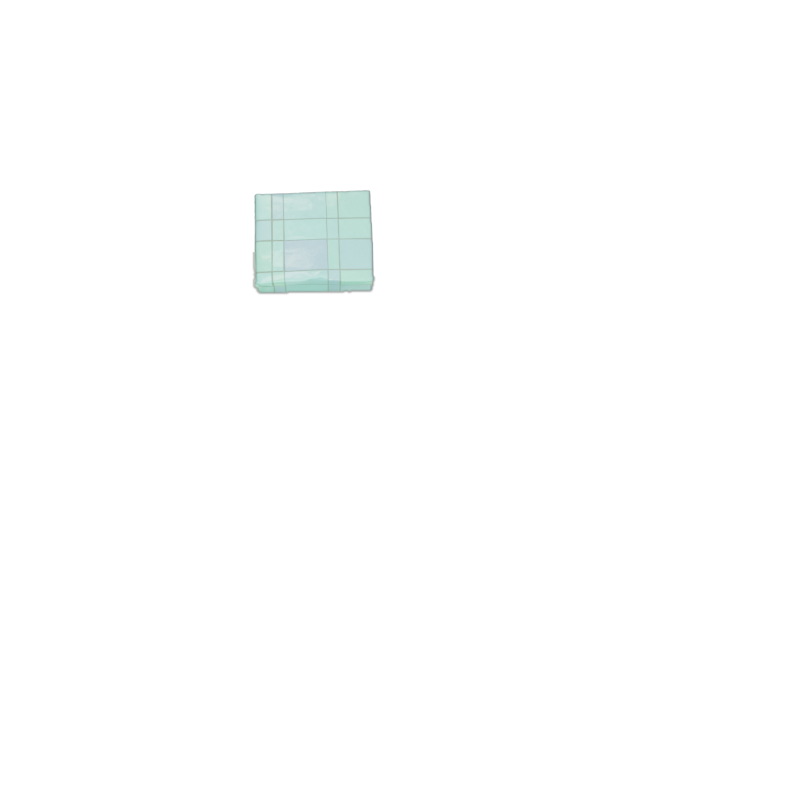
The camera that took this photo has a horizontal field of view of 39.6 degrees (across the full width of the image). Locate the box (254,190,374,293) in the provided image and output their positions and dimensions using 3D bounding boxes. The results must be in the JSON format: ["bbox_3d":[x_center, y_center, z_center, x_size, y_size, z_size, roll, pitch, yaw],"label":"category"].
[{"bbox_3d":[-0.066,-0.119,0.837,0.089,0.076,0.029,-2,-18,-1],"label":"box"}]
